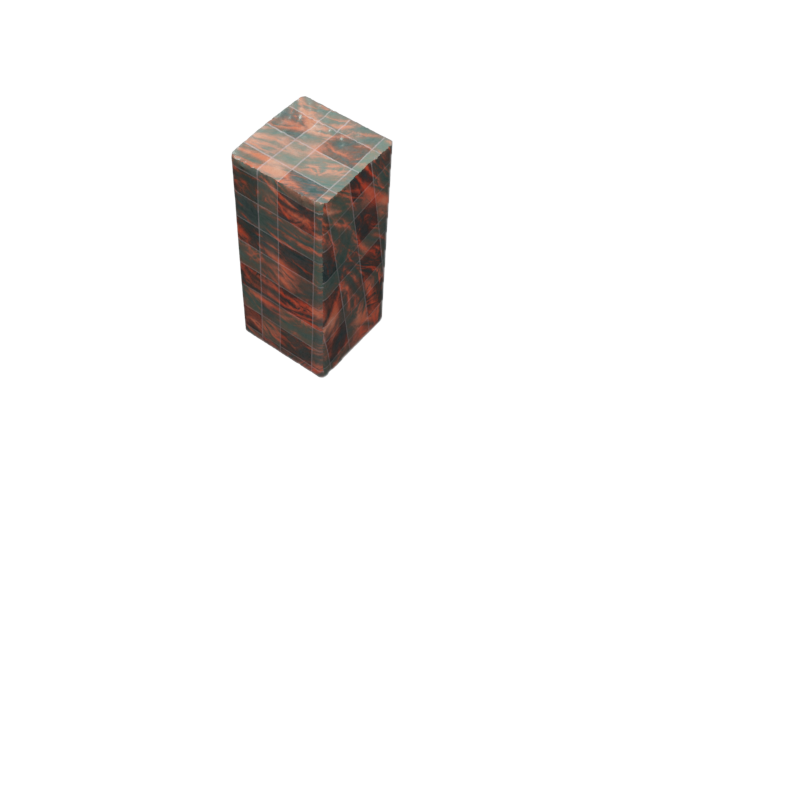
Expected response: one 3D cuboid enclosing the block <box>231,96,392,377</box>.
[{"bbox_3d":[-0.071,-0.128,0.895,0.095,0.192,0.092,32,56,20],"label":"block"}]
